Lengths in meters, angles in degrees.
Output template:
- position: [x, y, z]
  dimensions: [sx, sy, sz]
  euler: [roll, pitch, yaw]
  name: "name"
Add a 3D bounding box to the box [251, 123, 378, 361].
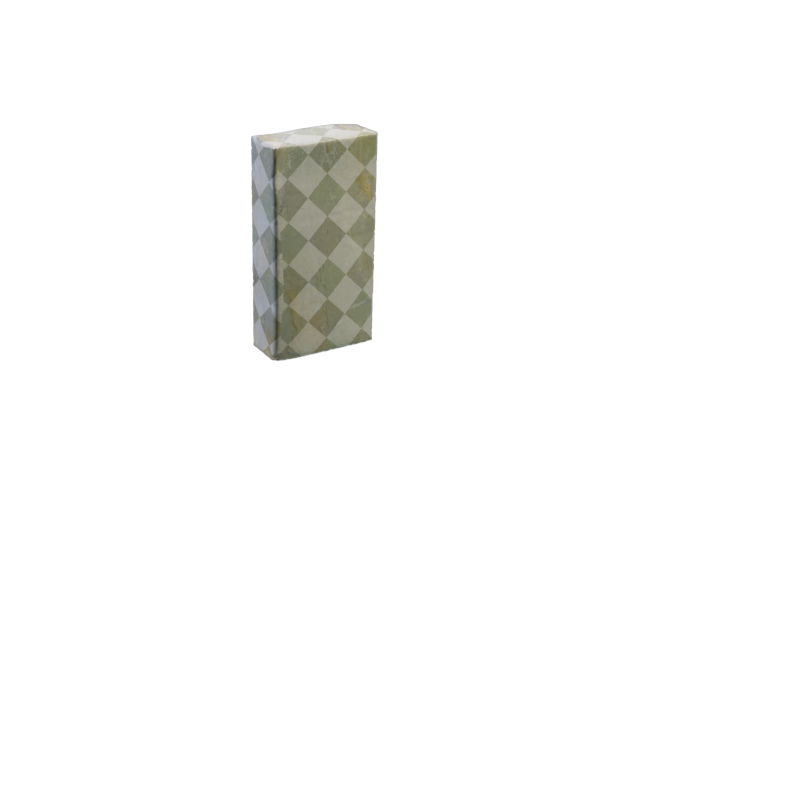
- position: [-0.068, -0.124, 0.866]
  dimensions: [0.091, 0.169, 0.051]
  euler: [-11, 23, -30]
  name: "box"
